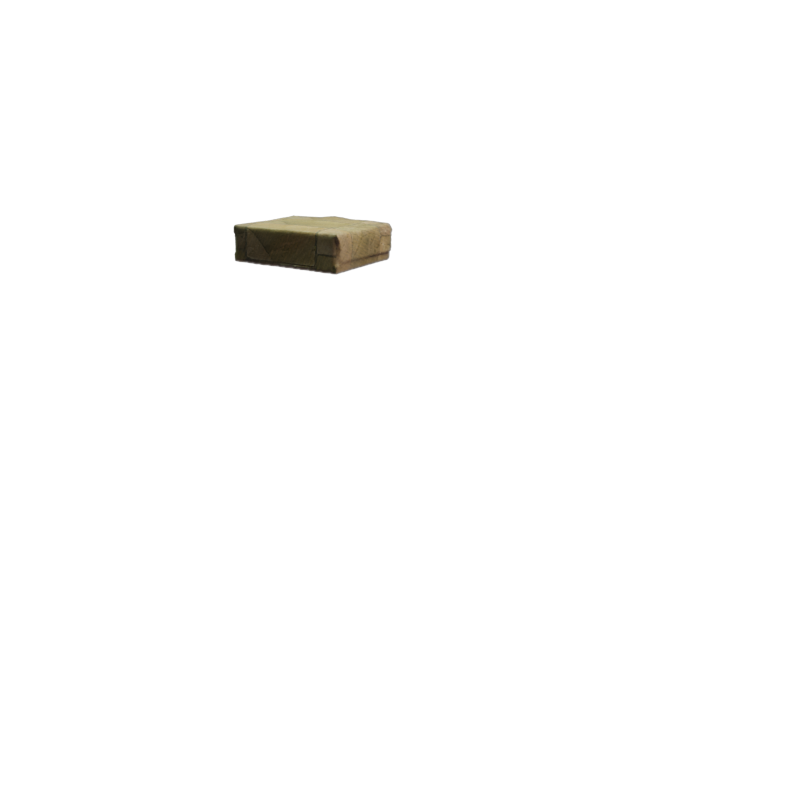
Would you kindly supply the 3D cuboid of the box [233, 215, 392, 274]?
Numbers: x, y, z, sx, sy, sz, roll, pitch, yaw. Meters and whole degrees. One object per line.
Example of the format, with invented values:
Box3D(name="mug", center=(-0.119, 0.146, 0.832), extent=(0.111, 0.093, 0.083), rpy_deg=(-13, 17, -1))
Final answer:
Box3D(name="box", center=(-0.062, -0.113, 0.789), extent=(0.093, 0.029, 0.072), rpy_deg=(9, 17, 31))
